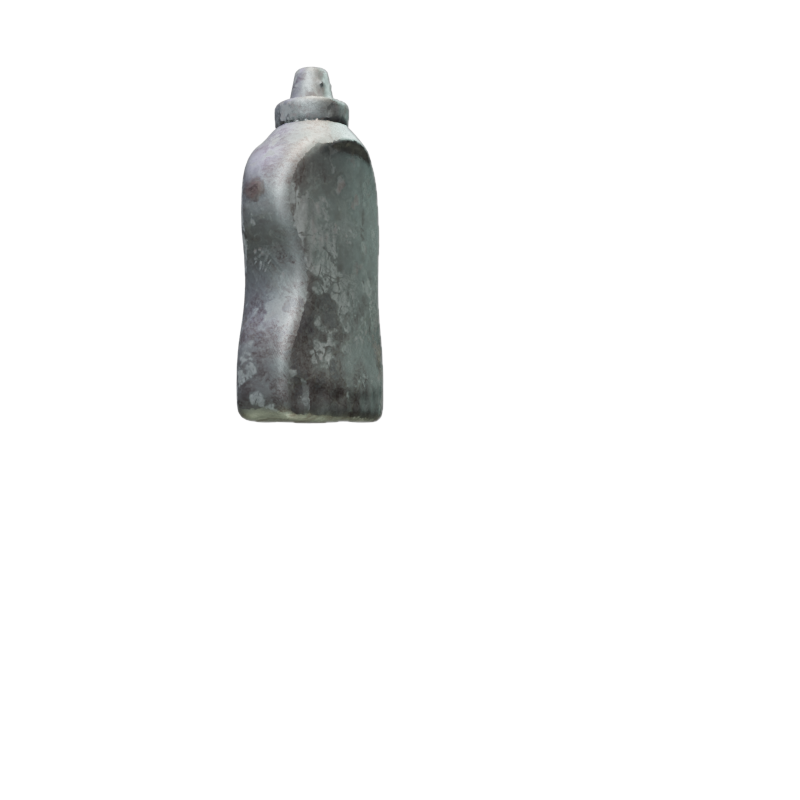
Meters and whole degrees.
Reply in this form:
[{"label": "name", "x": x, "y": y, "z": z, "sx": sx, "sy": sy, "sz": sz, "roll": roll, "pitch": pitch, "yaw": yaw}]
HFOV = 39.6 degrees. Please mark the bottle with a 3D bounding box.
[{"label": "bottle", "x": -0.047, "y": -0.085, "z": 0.595, "sx": 0.060, "sy": 0.196, "sz": 0.091, "roll": -7, "pitch": -10, "yaw": 34}]
